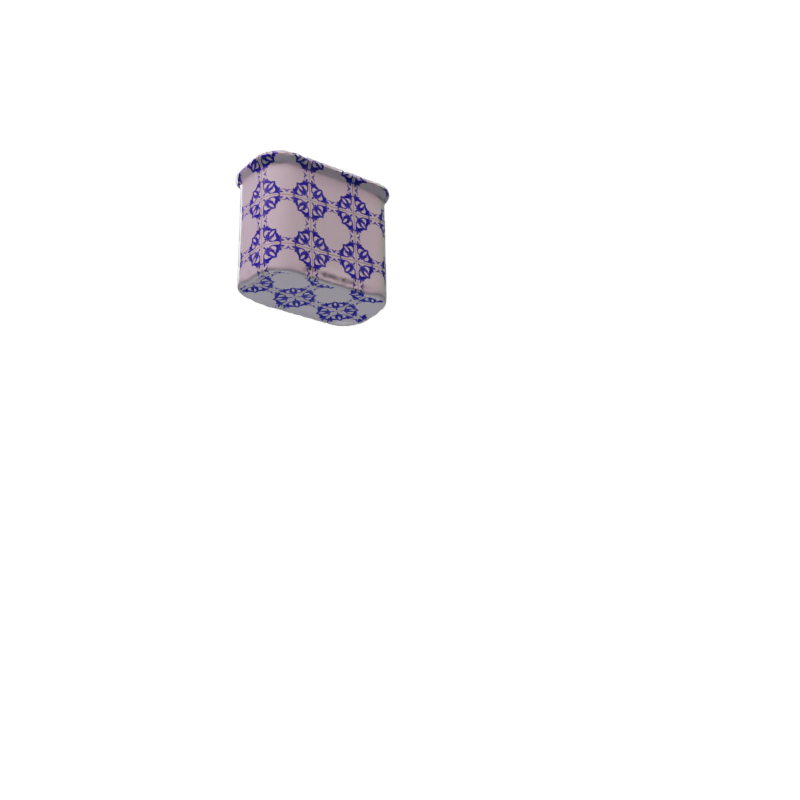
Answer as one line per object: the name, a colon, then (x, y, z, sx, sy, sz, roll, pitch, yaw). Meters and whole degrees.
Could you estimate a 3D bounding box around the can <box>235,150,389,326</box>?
can: (-0.056, -0.102, 0.717, 0.097, 0.089, 0.057, 15, -30, -32)
